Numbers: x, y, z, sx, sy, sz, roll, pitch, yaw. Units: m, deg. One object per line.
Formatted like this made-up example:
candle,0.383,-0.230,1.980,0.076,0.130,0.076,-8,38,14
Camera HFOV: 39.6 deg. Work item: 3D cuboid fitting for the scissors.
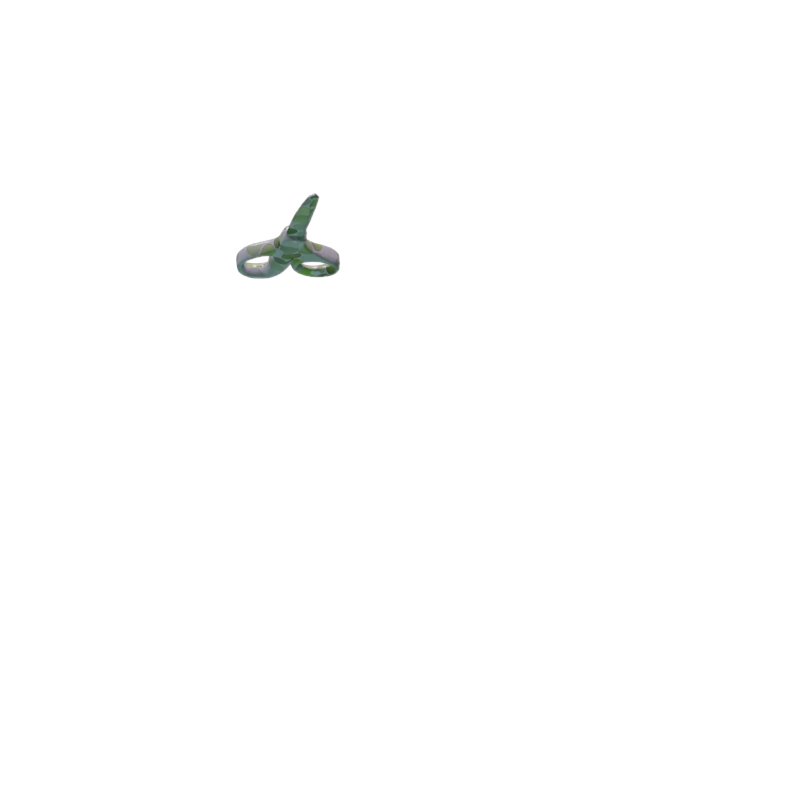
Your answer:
scissors,-0.069,-0.126,0.883,0.093,0.016,0.203,5,-10,-27
